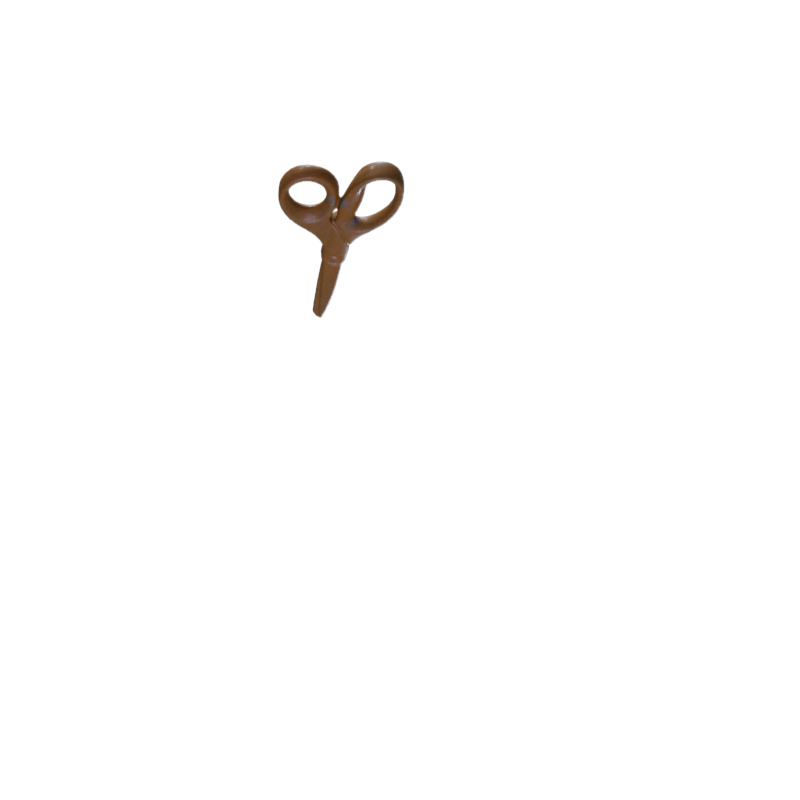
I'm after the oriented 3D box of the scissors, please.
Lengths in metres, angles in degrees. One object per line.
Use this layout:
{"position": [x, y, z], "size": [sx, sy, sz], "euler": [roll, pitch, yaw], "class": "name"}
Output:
{"position": [-0.065, -0.118, 0.825], "size": [0.093, 0.017, 0.196], "euler": [13, -31, -23], "class": "scissors"}
